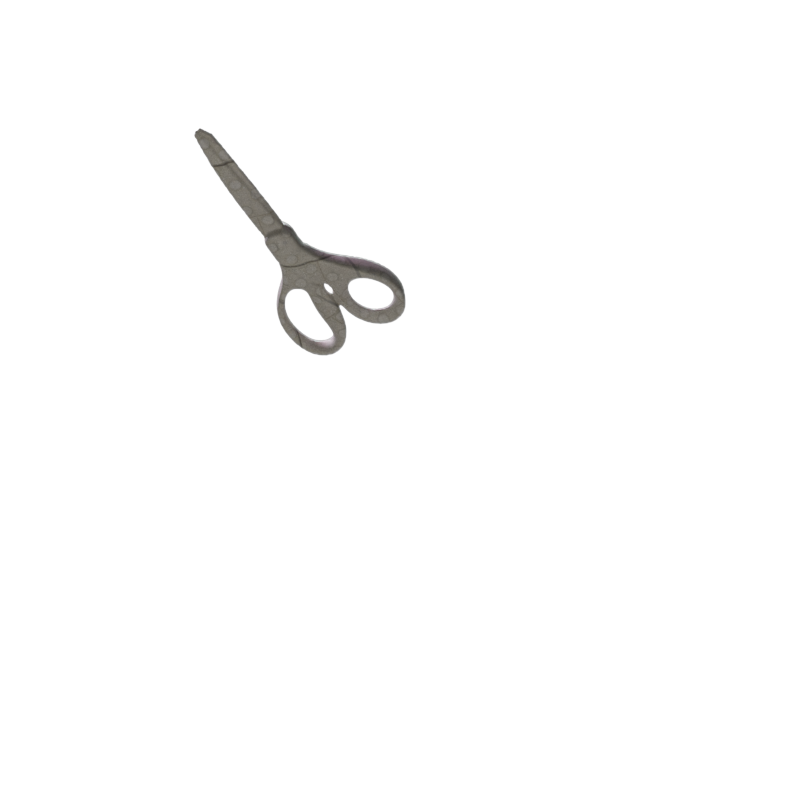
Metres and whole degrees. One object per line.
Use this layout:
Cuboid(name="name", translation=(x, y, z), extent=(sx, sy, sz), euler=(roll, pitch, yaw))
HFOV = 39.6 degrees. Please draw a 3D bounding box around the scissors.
Cuboid(name="scissors", translation=(-0.055, -0.101, 0.705), extent=(0.097, 0.017, 0.186), euler=(-8, -44, 8))
